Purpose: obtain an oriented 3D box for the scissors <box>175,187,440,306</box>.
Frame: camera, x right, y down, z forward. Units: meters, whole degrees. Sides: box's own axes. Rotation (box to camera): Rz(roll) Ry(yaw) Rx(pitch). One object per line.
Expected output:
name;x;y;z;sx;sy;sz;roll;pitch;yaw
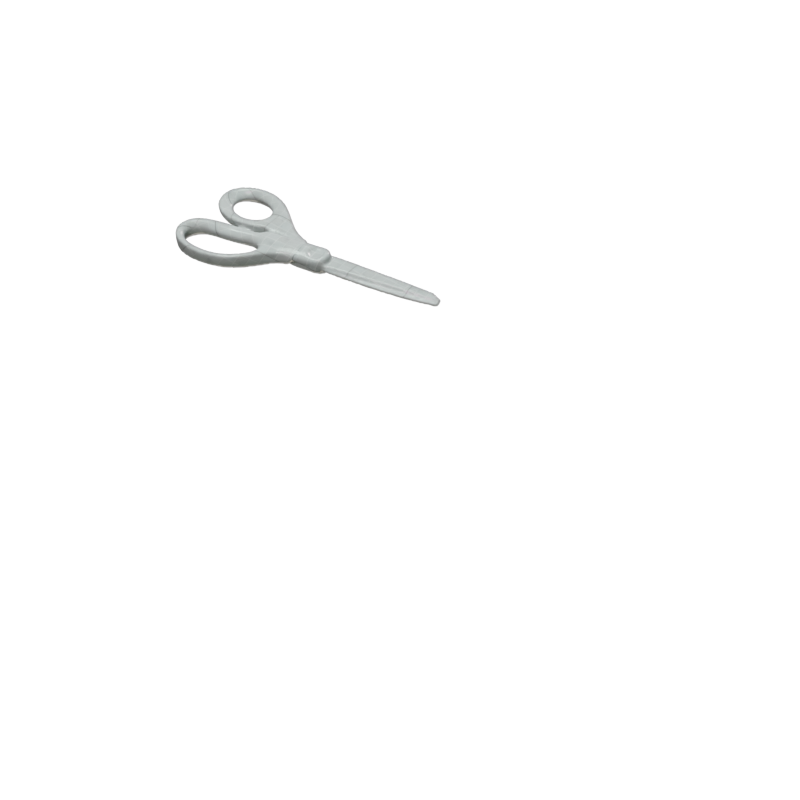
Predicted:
scissors;-0.064;-0.117;0.818;0.205;0.015;0.101;9;44;10
